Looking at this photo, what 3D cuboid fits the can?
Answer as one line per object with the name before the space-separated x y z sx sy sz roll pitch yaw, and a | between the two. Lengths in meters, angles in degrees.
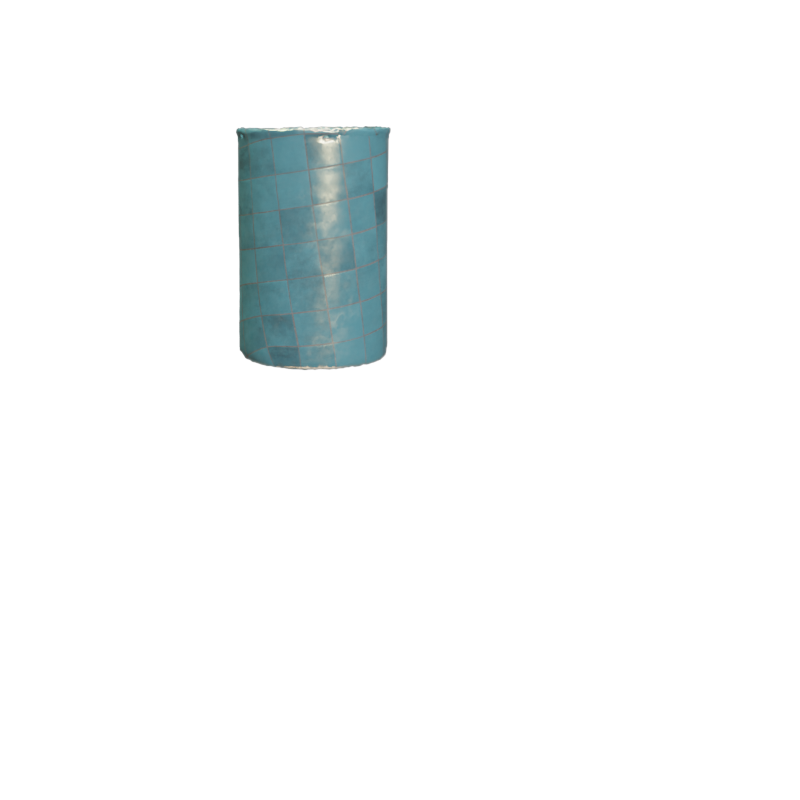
can | -0.039 -0.071 0.494 0.068 0.100 0.070 0 9 -2
